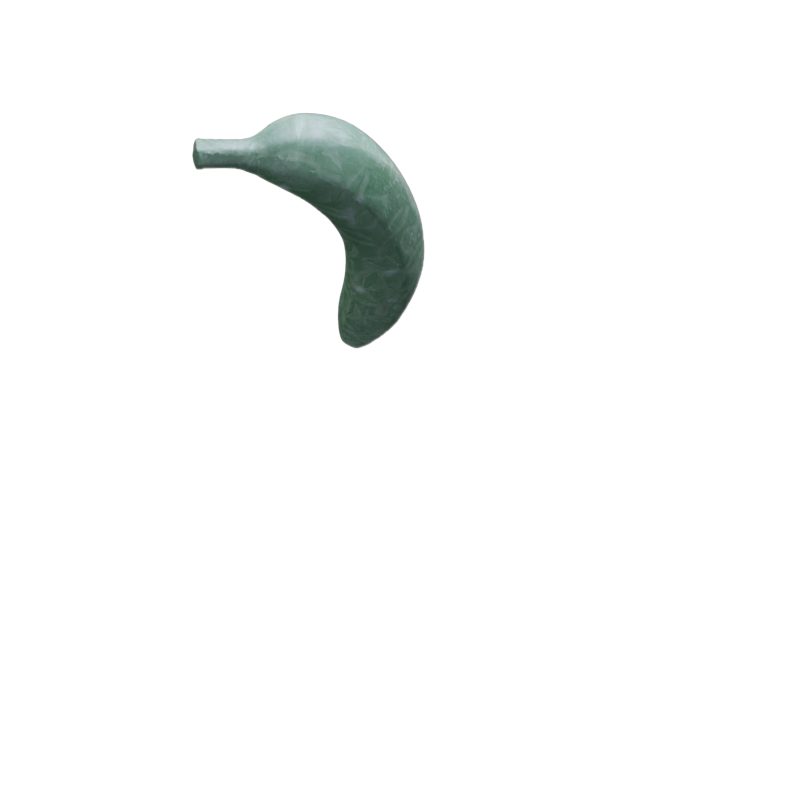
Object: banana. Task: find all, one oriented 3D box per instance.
[{"bbox_3d":[-0.024,-0.077,0.507,0.070,0.039,0.184,-8,-26,16],"label":"banana"}]
